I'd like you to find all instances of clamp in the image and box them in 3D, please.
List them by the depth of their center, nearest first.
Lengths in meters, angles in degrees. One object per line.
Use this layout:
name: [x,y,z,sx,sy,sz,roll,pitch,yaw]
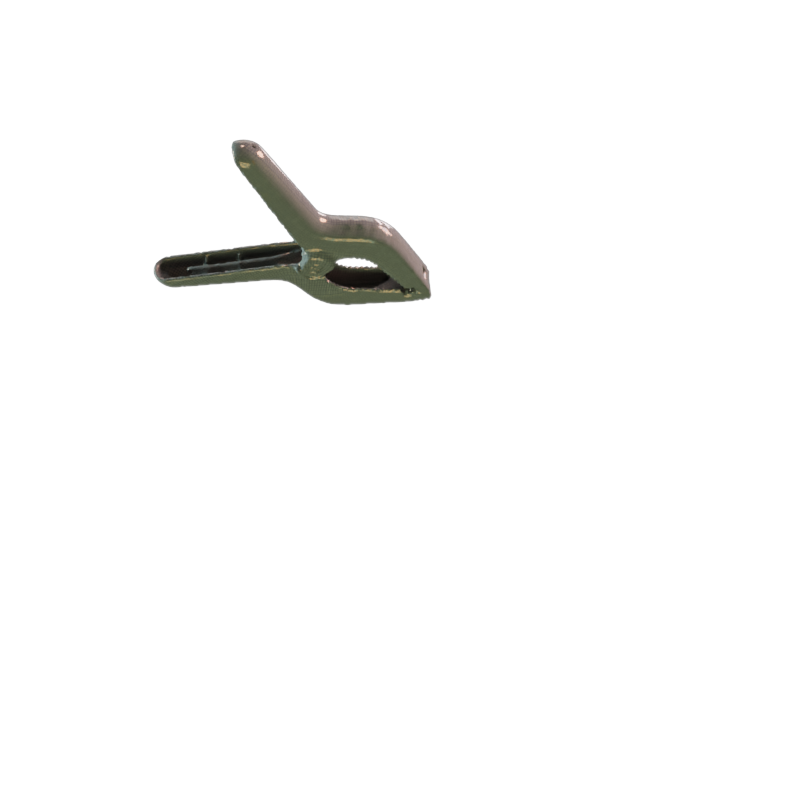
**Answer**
clamp: [-0.065,-0.119,0.835,0.204,0.039,0.158,12,-35,-18]
